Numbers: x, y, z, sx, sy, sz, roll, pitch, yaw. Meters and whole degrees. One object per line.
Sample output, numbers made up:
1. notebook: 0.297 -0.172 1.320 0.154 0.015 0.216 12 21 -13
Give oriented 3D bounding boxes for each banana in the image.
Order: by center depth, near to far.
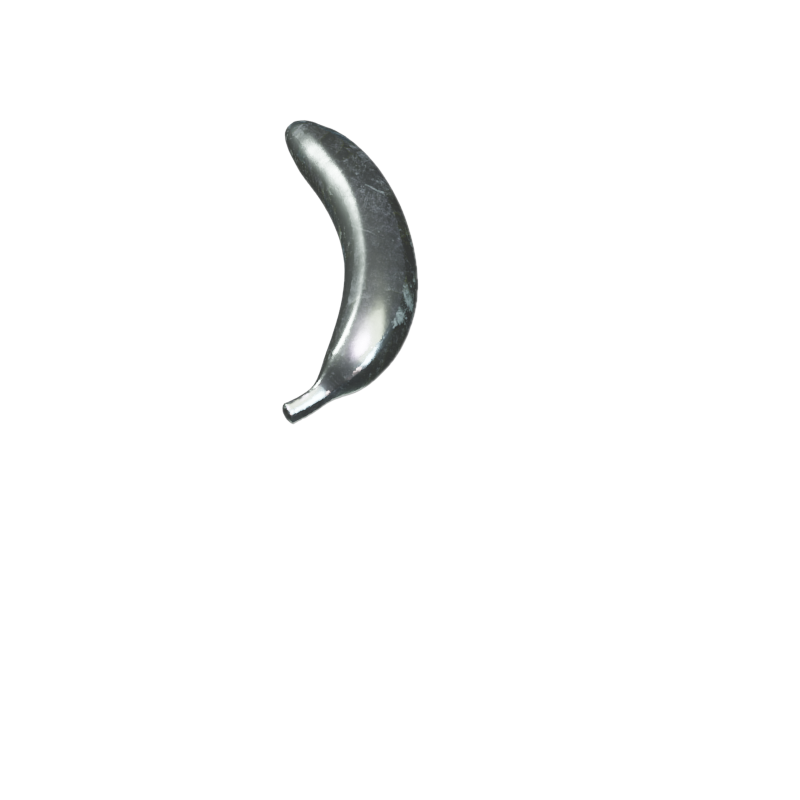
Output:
1. banana: -0.027 -0.080 0.581 0.069 0.212 0.034 -2 -38 -2
